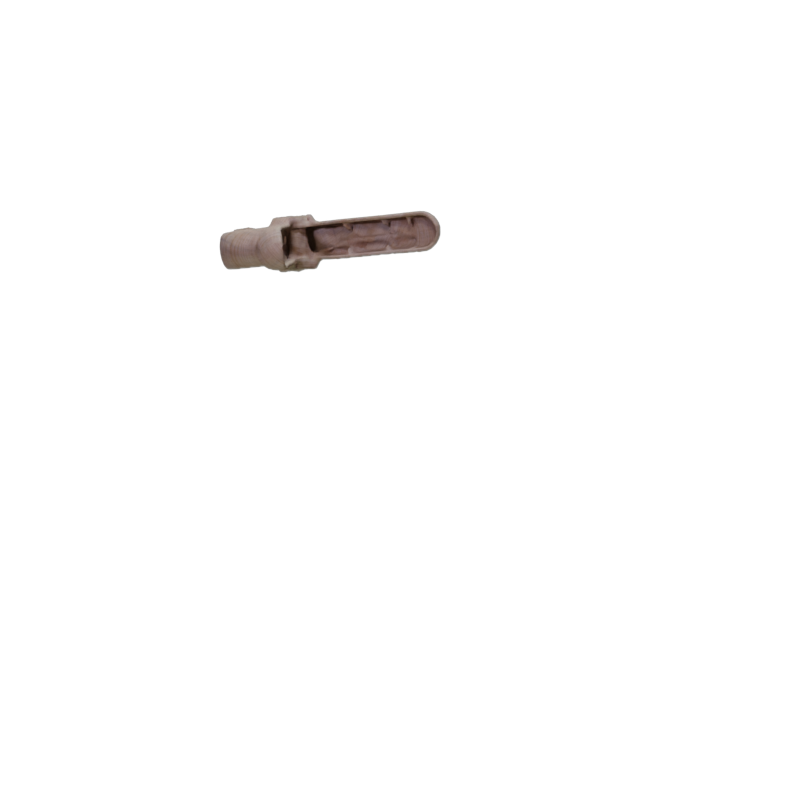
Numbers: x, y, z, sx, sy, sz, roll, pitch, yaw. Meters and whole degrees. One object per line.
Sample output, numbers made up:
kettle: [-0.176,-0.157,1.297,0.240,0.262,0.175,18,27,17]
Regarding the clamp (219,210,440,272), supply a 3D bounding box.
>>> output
clamp: [-0.056,-0.102,0.713,0.117,0.039,0.178,-4,10,-23]
